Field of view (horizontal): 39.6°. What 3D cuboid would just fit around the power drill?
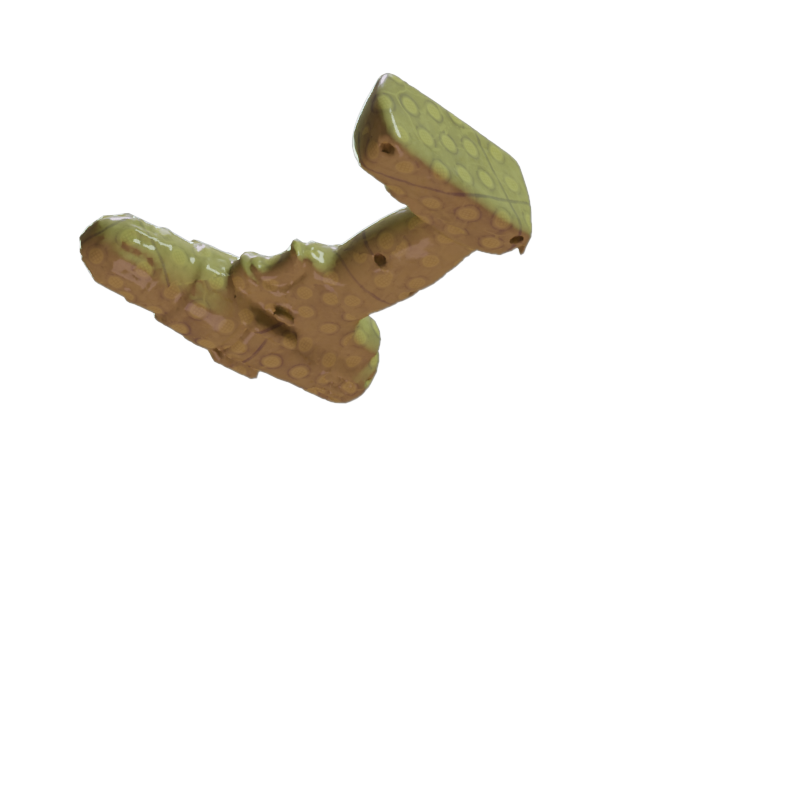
[{"bbox_3d":[-0.044,-0.080,0.560,0.174,0.061,0.186,27,-44,-32],"label":"power drill"}]
